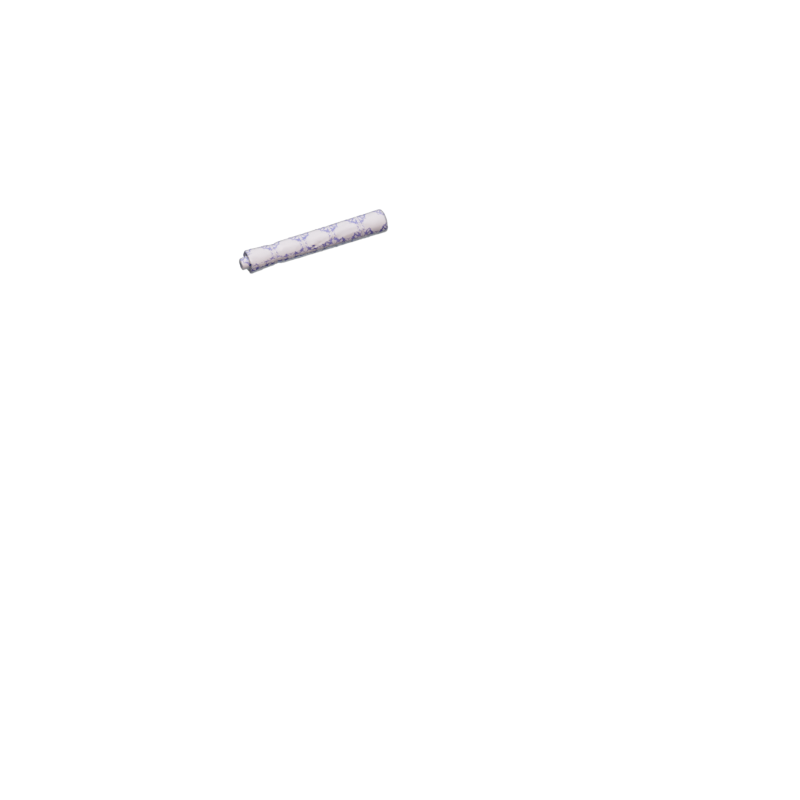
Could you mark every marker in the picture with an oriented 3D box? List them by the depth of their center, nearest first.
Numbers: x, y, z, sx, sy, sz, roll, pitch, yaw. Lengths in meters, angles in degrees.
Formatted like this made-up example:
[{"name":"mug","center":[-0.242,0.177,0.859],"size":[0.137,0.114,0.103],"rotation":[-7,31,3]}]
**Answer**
[{"name":"marker","center":[-0.067,-0.123,0.860],"size":[0.120,0.019,0.020],"rotation":[-20,10,-17]}]
